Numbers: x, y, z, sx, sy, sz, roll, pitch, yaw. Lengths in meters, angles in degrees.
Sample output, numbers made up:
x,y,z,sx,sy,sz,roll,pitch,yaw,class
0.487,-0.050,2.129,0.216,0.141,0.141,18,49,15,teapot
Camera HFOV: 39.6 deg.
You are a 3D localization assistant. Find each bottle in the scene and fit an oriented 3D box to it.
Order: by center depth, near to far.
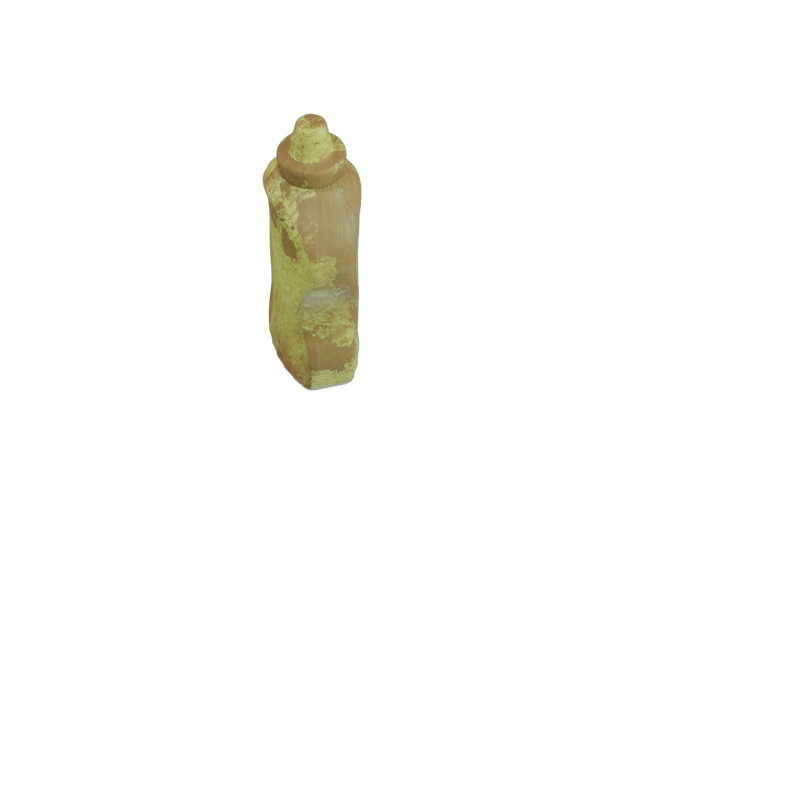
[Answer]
x,y,z,sx,sy,sz,roll,pitch,yaw,class
-0.055,-0.099,0.696,0.058,0.104,0.179,-9,-40,-12,bottle
